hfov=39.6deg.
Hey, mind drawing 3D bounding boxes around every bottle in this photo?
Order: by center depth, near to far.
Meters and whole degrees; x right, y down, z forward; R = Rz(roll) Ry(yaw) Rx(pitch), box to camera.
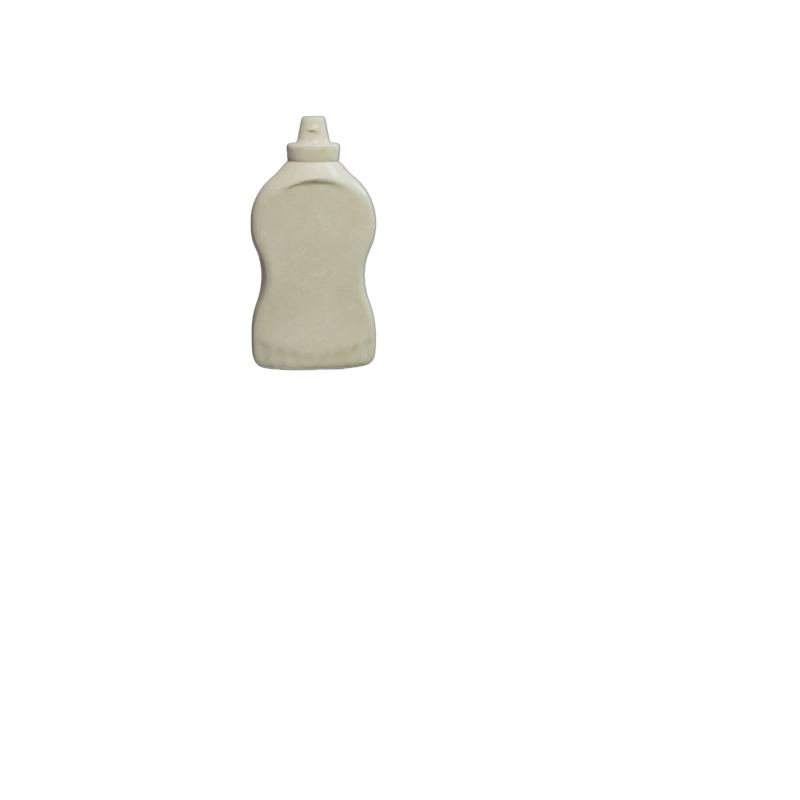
[{"bbox_3d":[-0.067,-0.121,0.851,0.095,0.188,0.060,0,8,-5],"label":"bottle"}]
